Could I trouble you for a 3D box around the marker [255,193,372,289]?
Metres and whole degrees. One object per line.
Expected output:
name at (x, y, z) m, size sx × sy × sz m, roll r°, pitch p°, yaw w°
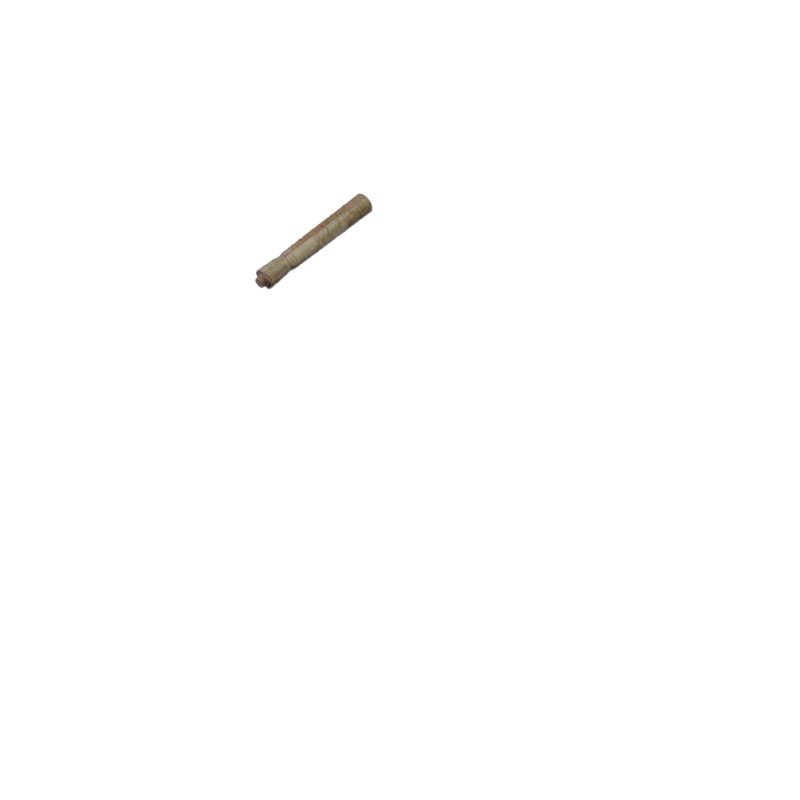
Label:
marker at (-0.071, -0.129, 0.902) m, size 0.122 × 0.019 × 0.020 m, roll -41°, pitch 24°, yaw -25°
